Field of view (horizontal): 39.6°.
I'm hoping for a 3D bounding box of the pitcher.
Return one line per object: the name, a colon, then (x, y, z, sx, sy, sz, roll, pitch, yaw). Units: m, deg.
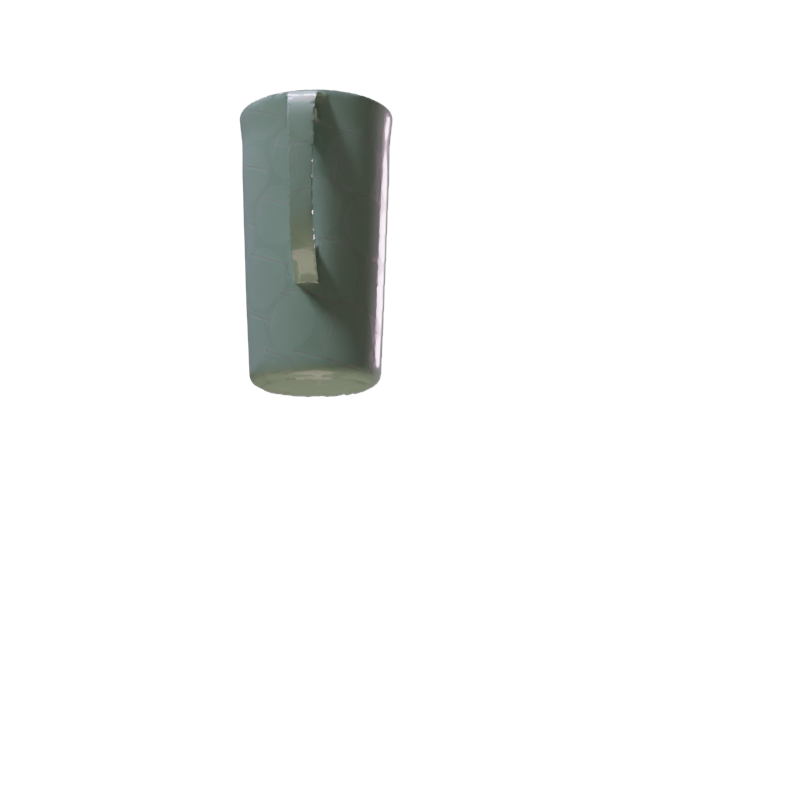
pitcher: (-0.073, -0.132, 0.926, 0.141, 0.252, 0.147, 12, -19, -40)
